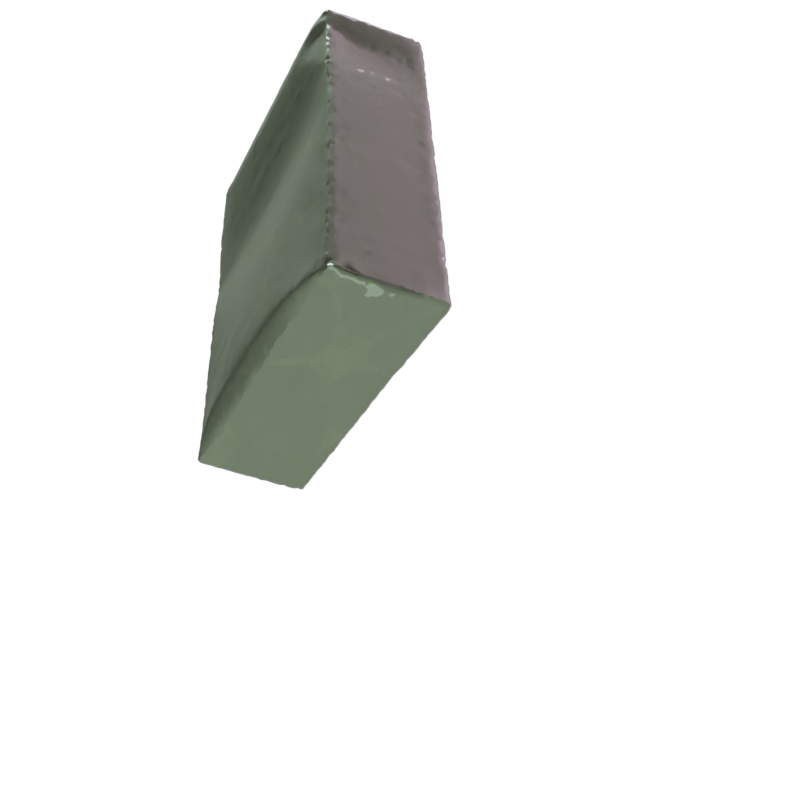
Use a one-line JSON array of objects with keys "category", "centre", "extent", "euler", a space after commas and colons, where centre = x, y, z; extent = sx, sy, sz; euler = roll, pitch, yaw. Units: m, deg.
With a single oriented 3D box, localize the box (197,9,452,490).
[{"category": "box", "centre": [-0.048, -0.088, 0.614], "extent": [0.069, 0.230, 0.158], "euler": [18, -46, -22]}]
